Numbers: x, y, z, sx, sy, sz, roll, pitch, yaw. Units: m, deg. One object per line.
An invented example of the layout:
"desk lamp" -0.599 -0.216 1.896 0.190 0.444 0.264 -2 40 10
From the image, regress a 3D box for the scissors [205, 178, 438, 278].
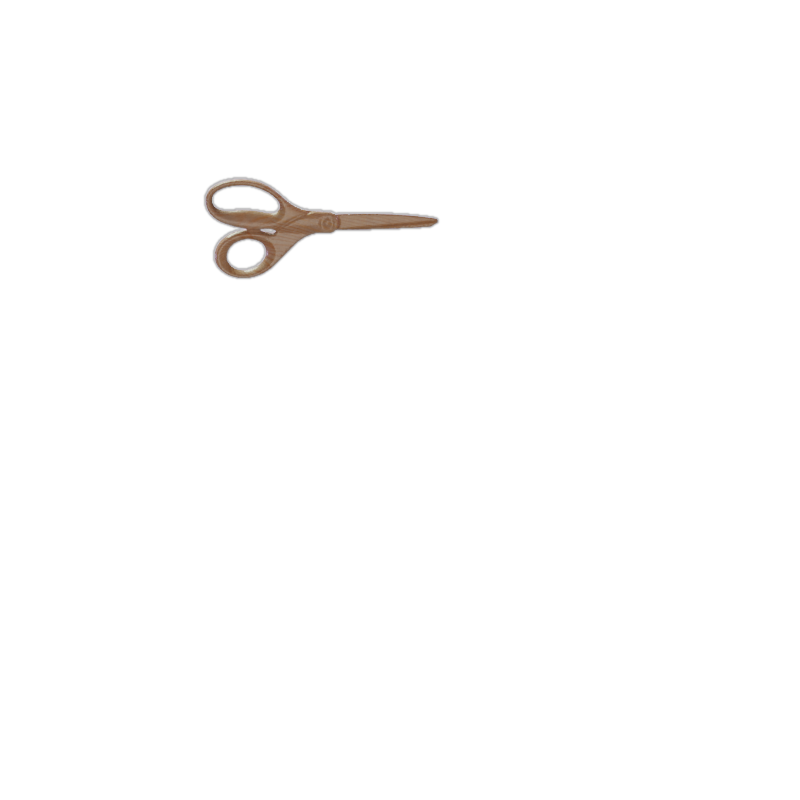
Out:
"scissors" -0.076 -0.139 0.970 0.200 0.094 0.016 15 11 -3
